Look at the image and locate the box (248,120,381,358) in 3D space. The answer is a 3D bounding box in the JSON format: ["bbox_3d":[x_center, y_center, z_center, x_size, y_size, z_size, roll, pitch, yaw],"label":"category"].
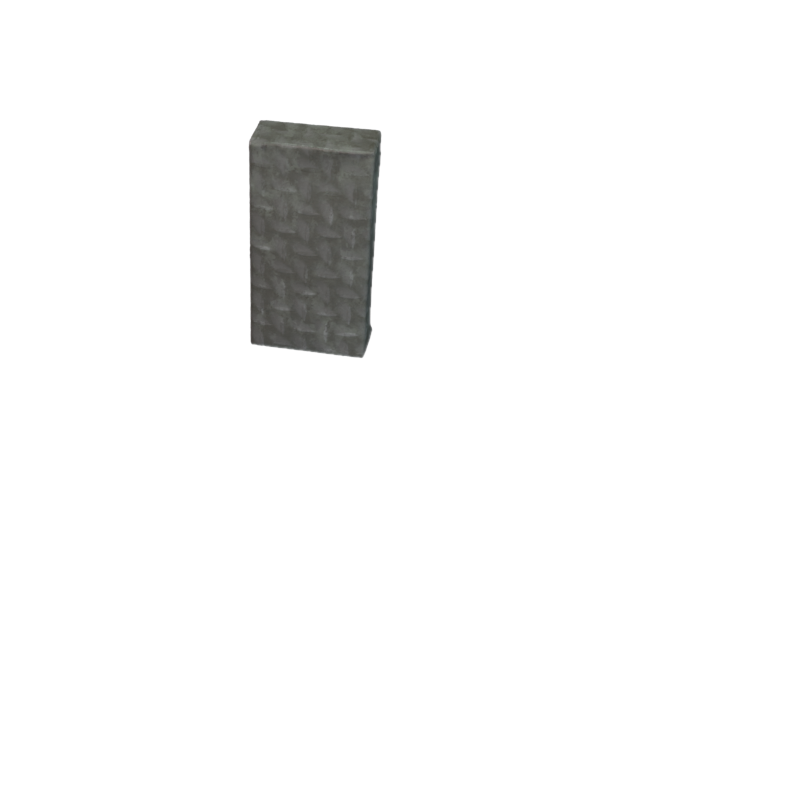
[{"bbox_3d":[-0.065,-0.119,0.832,0.094,0.165,0.051,7,35,7],"label":"box"}]
